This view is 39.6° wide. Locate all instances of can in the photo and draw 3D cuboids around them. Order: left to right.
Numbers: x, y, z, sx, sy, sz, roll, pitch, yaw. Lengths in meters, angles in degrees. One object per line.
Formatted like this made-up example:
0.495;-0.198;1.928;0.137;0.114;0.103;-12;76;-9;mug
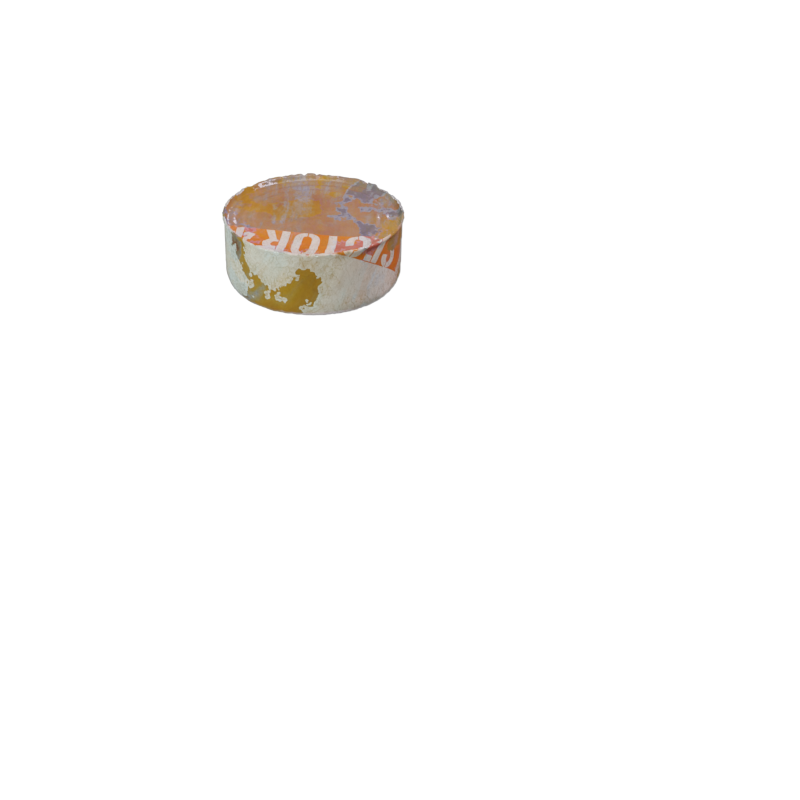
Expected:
-0.042;-0.076;0.530;0.086;0.031;0.091;-1;34;-2;can
